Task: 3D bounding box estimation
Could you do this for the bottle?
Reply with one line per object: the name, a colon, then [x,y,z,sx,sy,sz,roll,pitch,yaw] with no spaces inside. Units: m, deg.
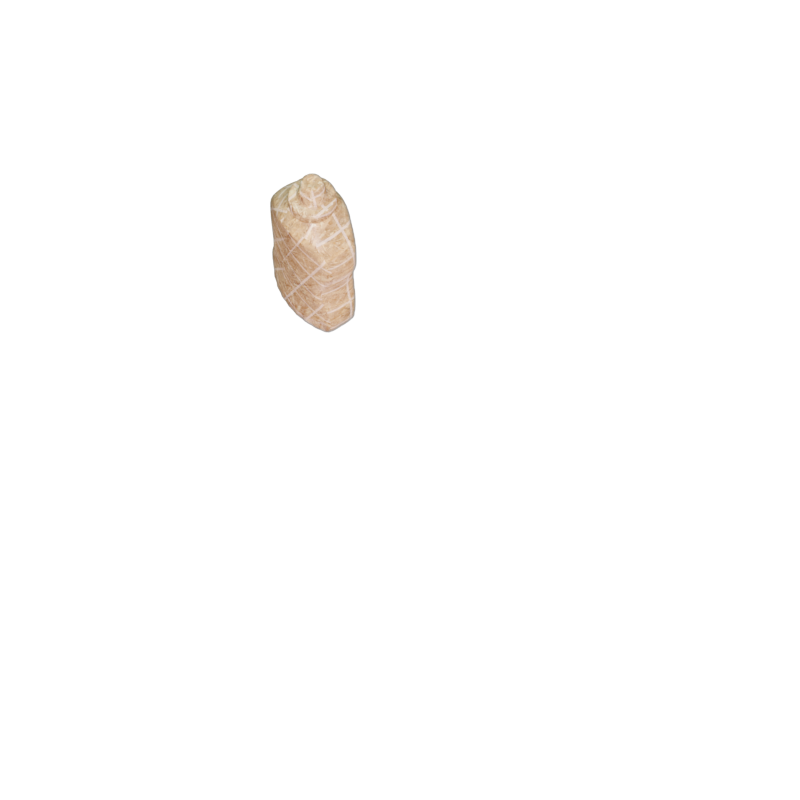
bottle: [-0.077,-0.140,0.983,0.058,0.102,0.181,-30,-20,-17]
